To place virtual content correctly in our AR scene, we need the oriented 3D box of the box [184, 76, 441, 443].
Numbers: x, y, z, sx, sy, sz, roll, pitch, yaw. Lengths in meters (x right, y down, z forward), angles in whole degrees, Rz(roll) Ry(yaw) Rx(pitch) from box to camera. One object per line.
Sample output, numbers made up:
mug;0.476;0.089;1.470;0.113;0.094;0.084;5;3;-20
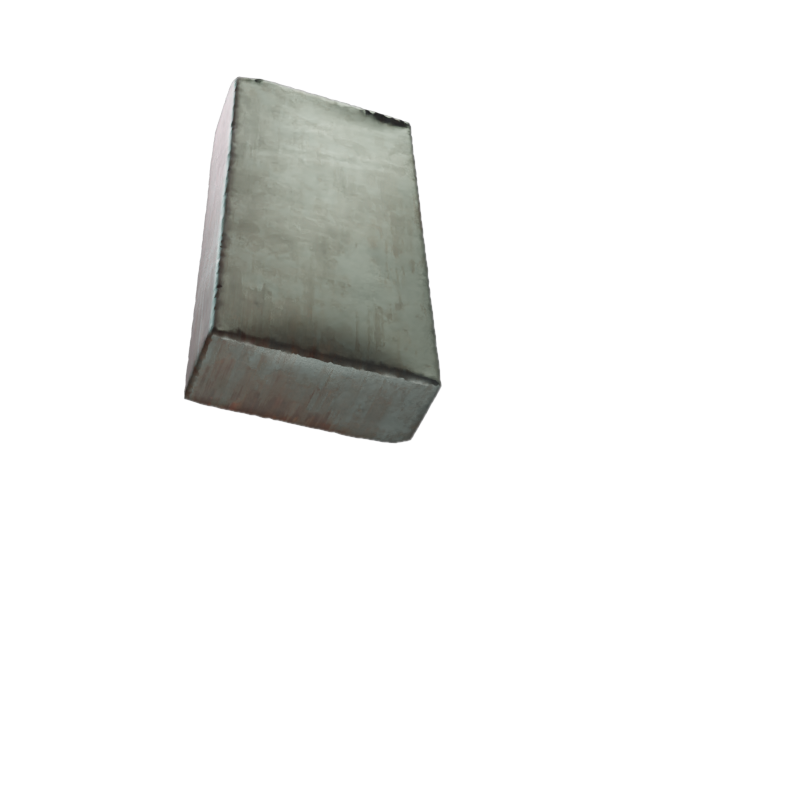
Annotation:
box;-0.038;-0.069;0.480;0.091;0.189;0.046;12;-45;-16
